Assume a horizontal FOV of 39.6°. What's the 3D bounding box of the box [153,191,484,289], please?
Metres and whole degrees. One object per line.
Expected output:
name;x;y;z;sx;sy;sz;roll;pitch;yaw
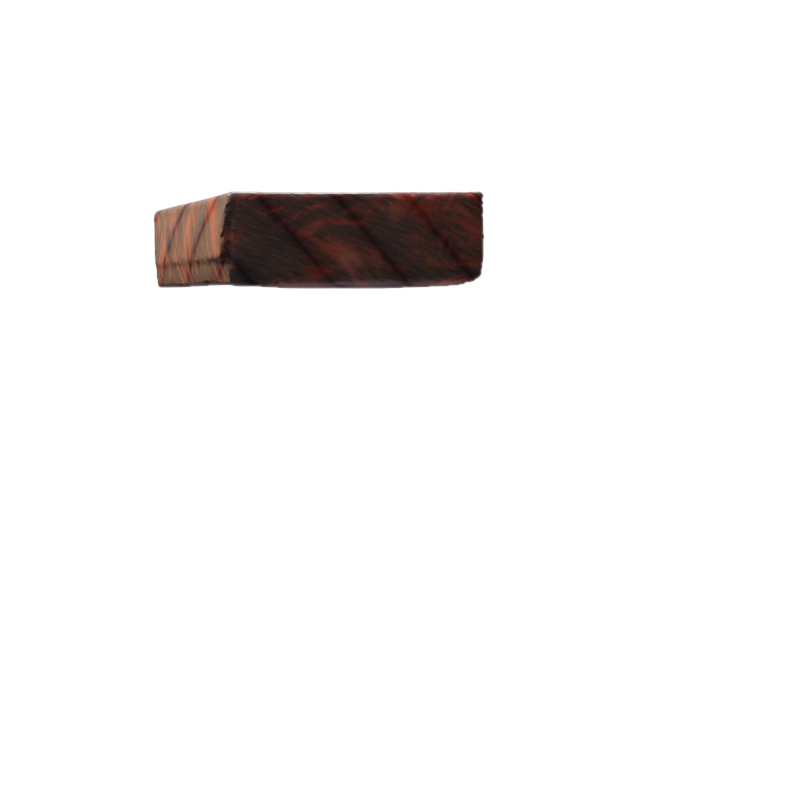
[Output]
box;-0.036;-0.065;0.459;0.110;0.039;0.093;-3;5;-27
